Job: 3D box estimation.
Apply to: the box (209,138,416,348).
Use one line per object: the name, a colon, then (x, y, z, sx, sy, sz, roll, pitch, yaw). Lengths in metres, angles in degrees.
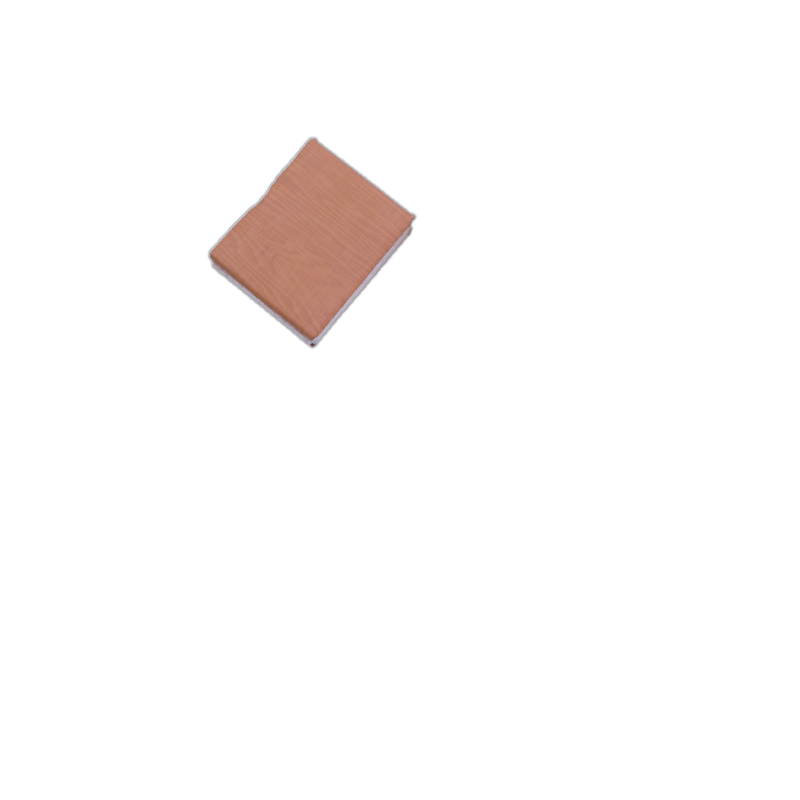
box: (-0.047, -0.086, 0.598, 0.075, 0.090, 0.029, 38, -12, 9)
